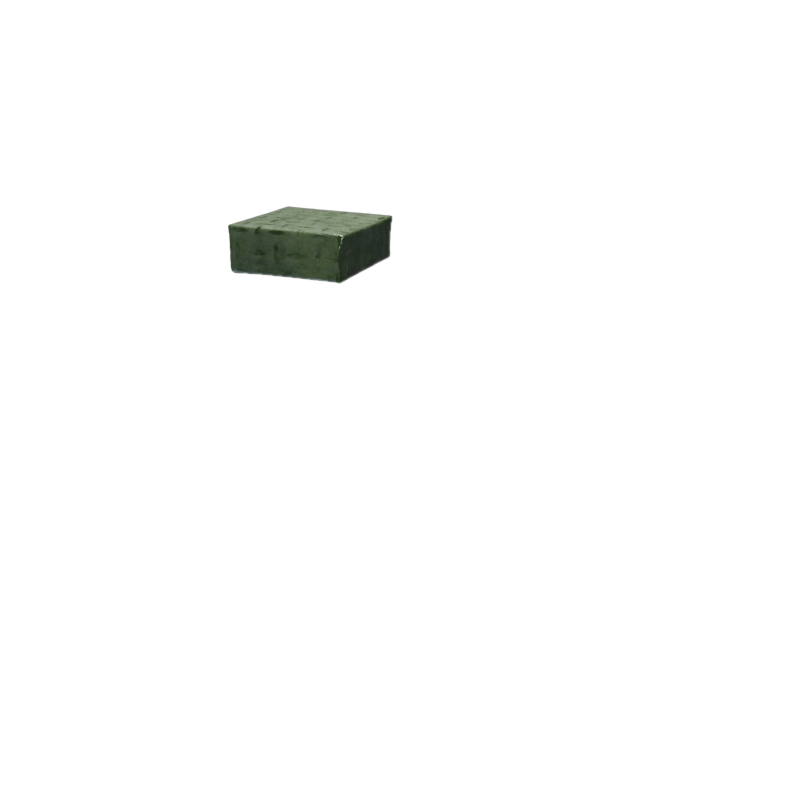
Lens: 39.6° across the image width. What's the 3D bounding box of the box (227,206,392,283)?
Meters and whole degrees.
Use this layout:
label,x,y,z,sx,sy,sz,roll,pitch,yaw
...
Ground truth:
label,x,y,z,sx,sy,sz,roll,pitch,yaw
box,-0.065,-0.118,0.829,0.092,0.038,0.114,6,19,18
